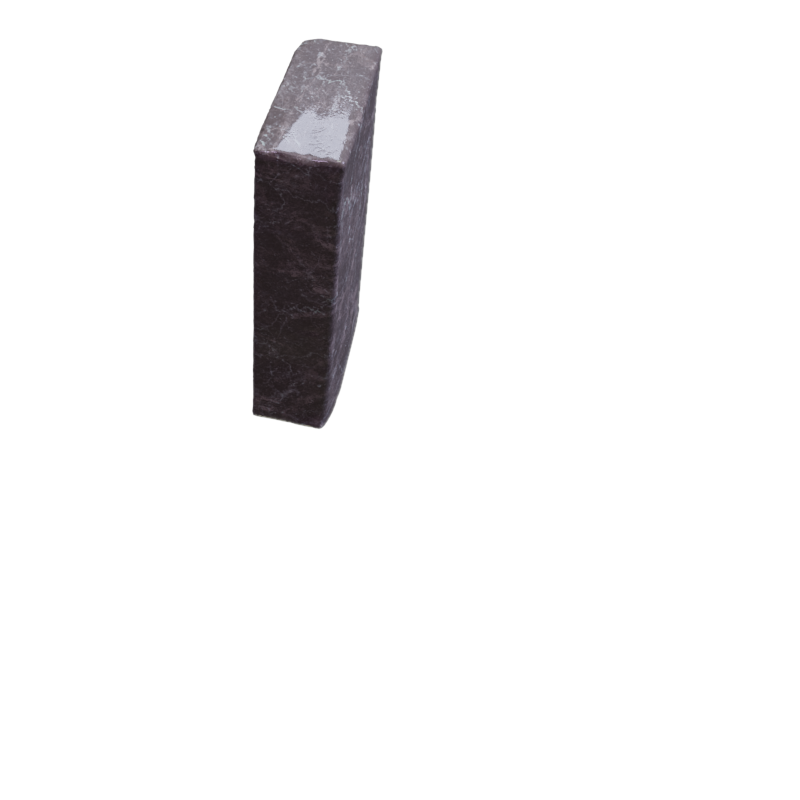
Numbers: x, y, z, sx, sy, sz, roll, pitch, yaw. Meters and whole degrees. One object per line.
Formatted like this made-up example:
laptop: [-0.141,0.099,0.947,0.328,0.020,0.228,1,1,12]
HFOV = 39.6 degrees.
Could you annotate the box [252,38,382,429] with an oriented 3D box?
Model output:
box: [-0.043,-0.077,0.540,0.049,0.099,0.164,9,-44,5]
